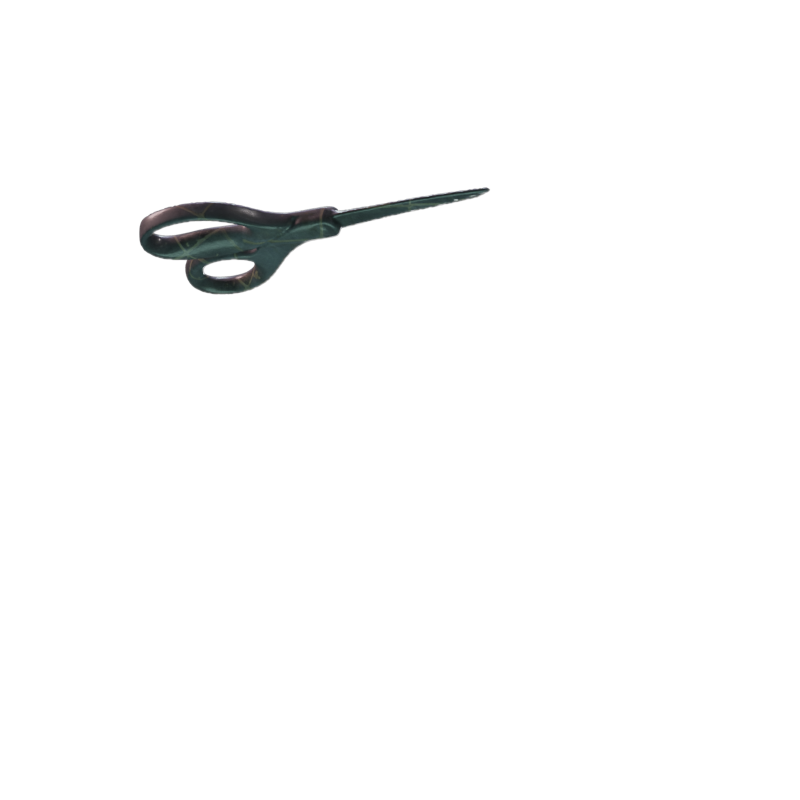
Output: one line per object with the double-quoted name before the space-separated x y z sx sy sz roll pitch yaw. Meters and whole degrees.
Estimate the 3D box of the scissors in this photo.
"scissors" -0.051 -0.093 0.654 0.202 0.017 0.090 -2 -26 3
